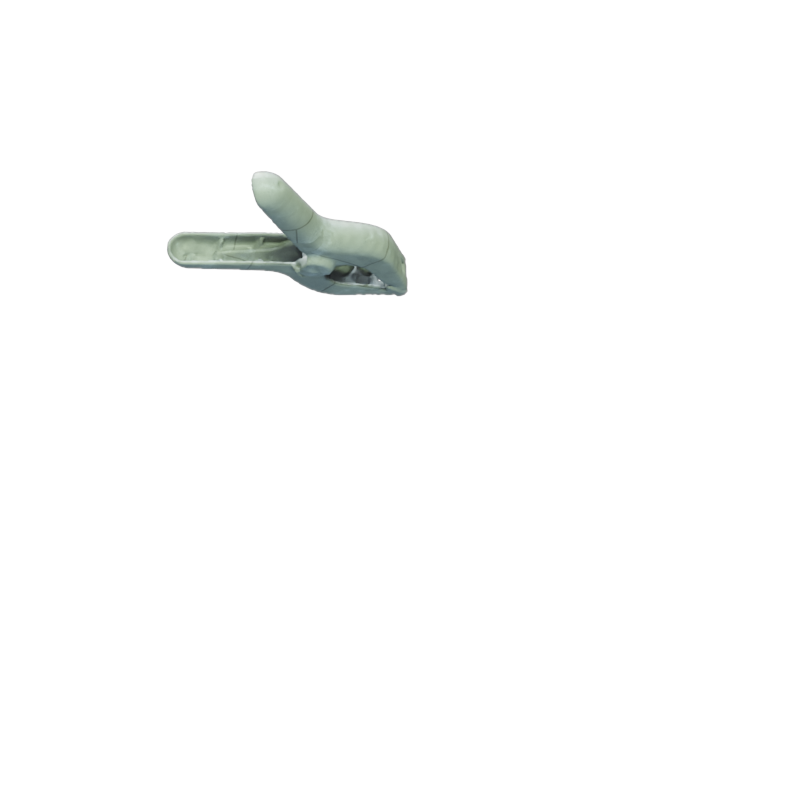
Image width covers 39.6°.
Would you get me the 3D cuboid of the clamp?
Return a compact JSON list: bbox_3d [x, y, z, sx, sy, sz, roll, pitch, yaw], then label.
[{"bbox_3d":[-0.059,-0.107,0.749,0.165,0.041,0.120,7,-16,-27],"label":"clamp"}]
